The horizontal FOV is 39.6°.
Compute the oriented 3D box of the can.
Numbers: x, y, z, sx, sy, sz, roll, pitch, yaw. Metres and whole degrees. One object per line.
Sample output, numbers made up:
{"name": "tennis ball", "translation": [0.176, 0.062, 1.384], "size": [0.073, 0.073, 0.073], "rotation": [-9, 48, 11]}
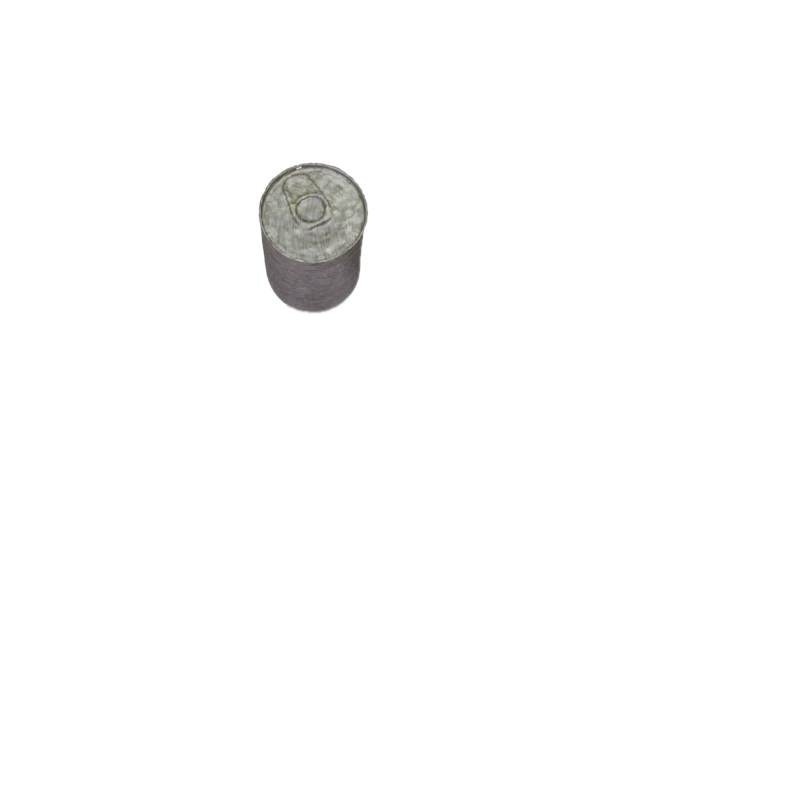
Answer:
{"name": "can", "translation": [-0.057, -0.105, 0.734], "size": [0.068, 0.072, 0.098], "rotation": [0, -17, -3]}
